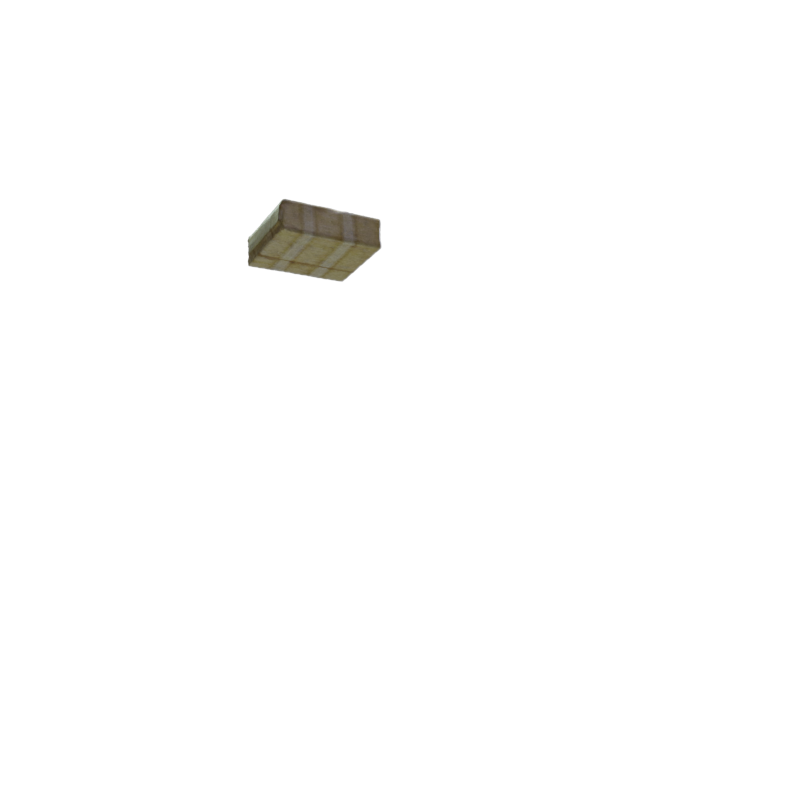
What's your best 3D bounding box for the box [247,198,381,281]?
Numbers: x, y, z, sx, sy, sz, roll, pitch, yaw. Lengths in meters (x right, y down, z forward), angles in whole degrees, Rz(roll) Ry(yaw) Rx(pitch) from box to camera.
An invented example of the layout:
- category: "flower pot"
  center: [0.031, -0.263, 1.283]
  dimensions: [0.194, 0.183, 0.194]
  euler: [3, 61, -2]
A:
- category: "box"
  center: [-0.071, -0.128, 0.899]
  dimensions: [0.086, 0.032, 0.072]
  euler: [9, -23, -24]
